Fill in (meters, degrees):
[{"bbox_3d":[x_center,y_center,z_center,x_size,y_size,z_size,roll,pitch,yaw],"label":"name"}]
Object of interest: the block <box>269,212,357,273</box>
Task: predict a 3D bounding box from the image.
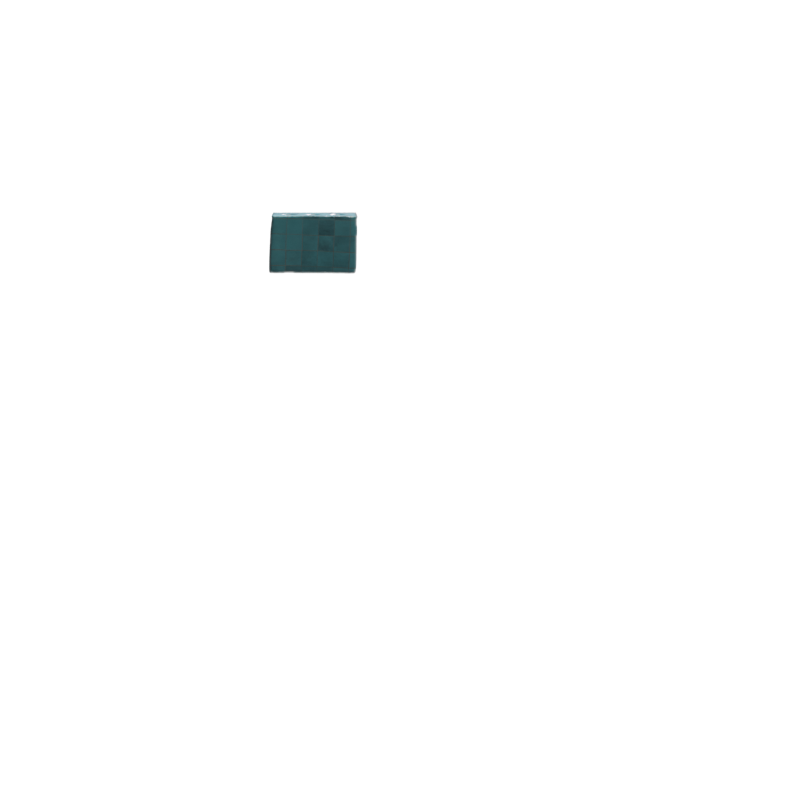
[{"bbox_3d":[-0.078,-0.143,1.000,0.078,0.050,0.054,0,10,-1],"label":"block"}]
